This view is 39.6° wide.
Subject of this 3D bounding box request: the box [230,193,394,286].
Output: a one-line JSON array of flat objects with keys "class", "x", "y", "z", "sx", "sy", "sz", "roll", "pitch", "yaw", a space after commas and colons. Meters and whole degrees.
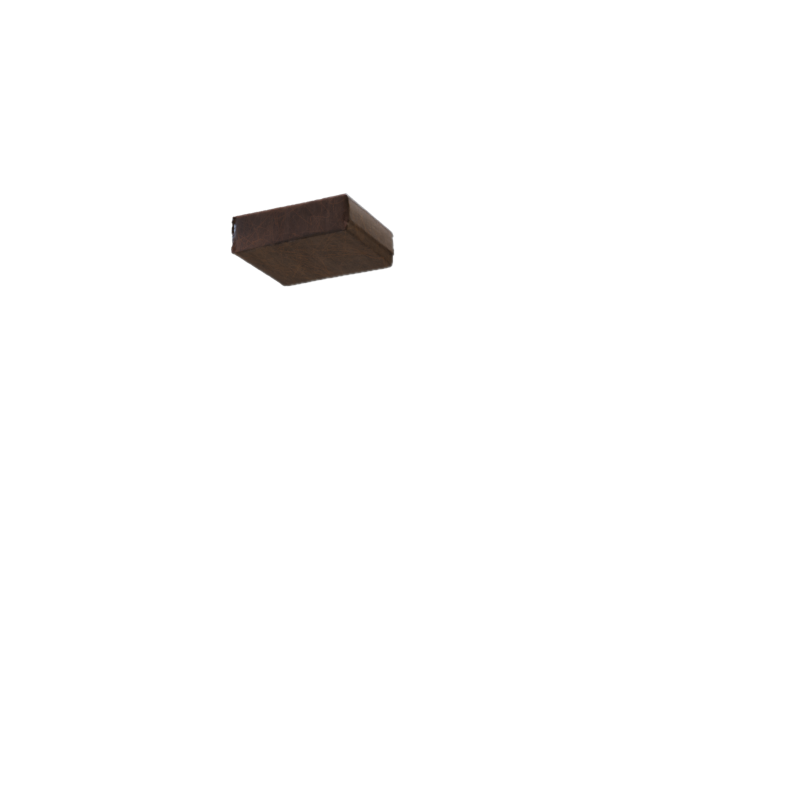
[{"class": "box", "x": -0.074, "y": -0.135, "z": 0.944, "sx": 0.116, "sy": 0.041, "sz": 0.084, "roll": -9, "pitch": -20, "yaw": 25}]
